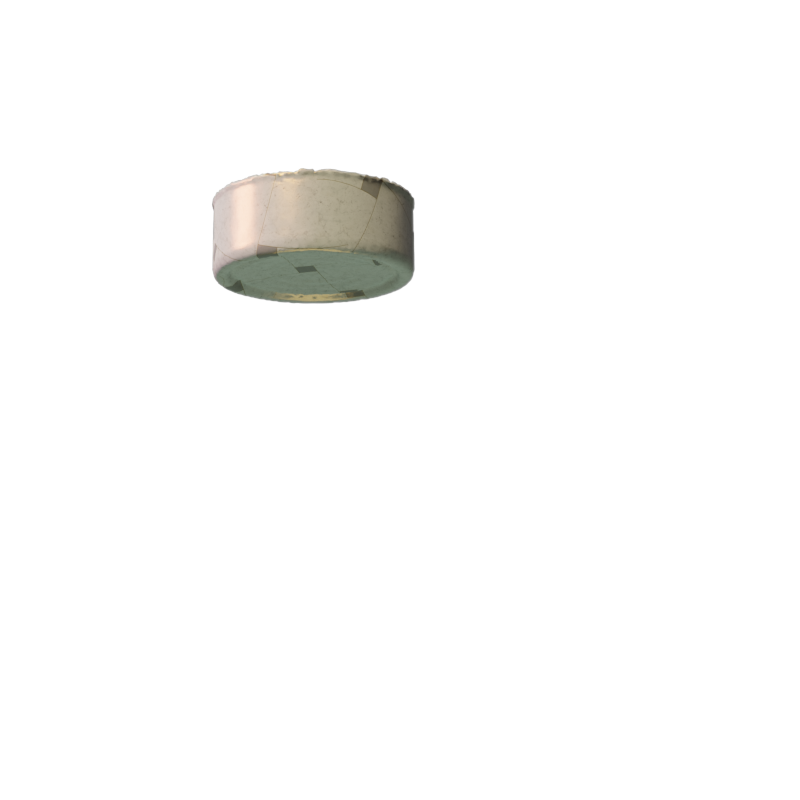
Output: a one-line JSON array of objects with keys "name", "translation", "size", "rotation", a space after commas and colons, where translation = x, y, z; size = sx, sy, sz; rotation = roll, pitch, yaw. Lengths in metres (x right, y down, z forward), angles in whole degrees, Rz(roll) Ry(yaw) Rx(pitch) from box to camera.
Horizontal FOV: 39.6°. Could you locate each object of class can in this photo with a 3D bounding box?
[{"name": "can", "translation": [-0.036, -0.066, 0.466], "size": [0.086, 0.035, 0.083], "rotation": [0, -11, -2]}]
